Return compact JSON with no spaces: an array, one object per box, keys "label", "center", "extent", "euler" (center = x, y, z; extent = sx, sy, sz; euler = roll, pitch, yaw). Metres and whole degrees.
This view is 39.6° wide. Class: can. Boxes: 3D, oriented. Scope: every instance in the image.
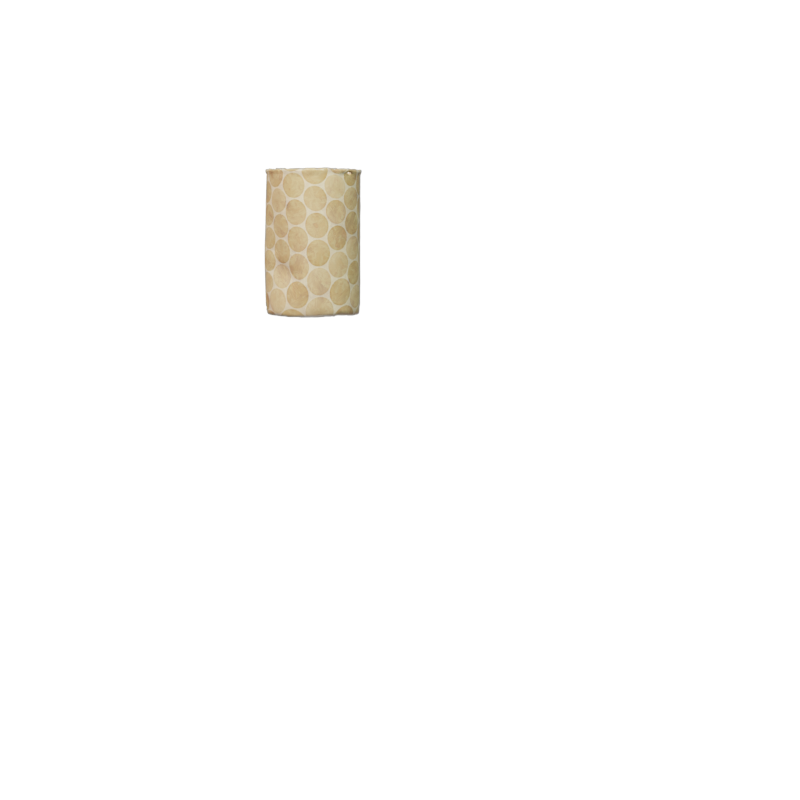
[{"label":"can","center":[-0.061,-0.112,0.782],"extent":[0.068,0.102,0.069],"euler":[0,3,-2]}]
